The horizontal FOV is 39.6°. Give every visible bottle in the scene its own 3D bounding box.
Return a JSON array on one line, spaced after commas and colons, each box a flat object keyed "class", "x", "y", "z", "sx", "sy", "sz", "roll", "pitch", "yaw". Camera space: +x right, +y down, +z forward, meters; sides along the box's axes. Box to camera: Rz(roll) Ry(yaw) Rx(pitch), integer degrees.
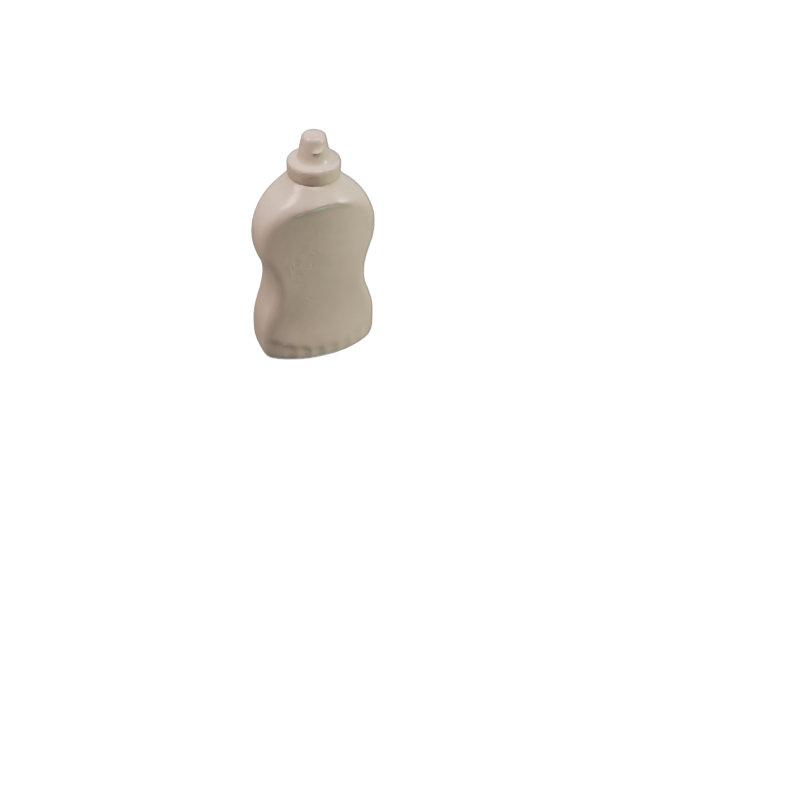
[{"class": "bottle", "x": -0.068, "y": -0.123, "z": 0.865, "sx": 0.095, "sy": 0.179, "sz": 0.063, "roll": -11, "pitch": 39, "yaw": -17}]
